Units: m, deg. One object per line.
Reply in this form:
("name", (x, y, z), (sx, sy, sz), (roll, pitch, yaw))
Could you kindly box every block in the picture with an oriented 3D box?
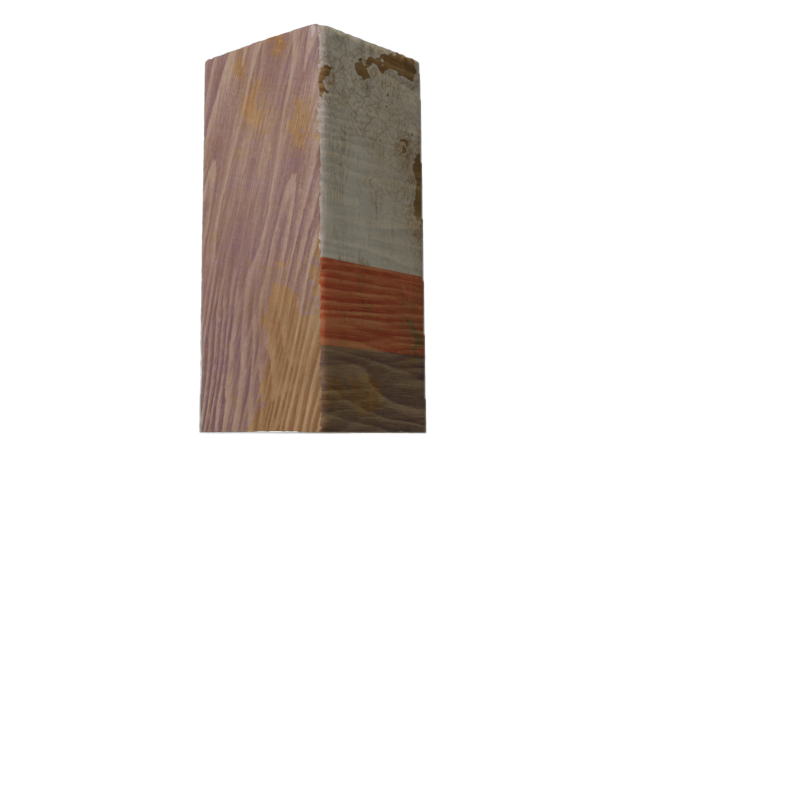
("block", (-0.047, -0.086, 0.605), (0.093, 0.211, 0.086), (-8, -11, 40))
